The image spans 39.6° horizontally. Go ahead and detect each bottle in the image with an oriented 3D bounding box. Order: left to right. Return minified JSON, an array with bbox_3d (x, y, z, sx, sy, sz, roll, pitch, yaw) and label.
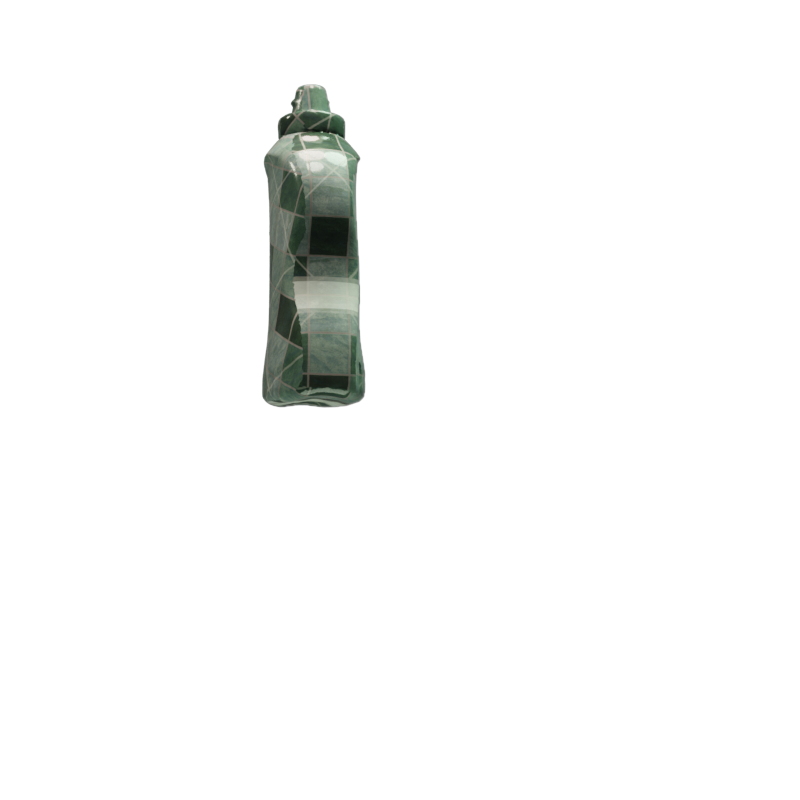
[{"bbox_3d":[-0.052,-0.094,0.658,0.058,0.197,0.095,1,-10,-11],"label":"bottle"}]
